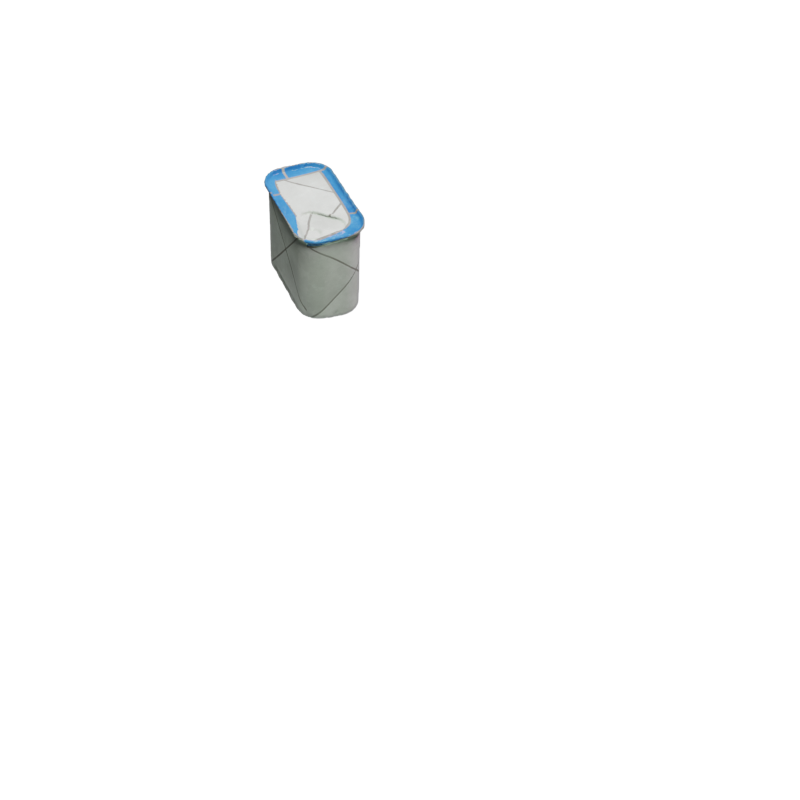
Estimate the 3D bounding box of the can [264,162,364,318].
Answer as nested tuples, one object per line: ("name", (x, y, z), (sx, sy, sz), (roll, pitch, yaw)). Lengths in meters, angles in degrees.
("can", (-0.069, -0.126, 0.886), (0.057, 0.078, 0.110), (-14, 45, -18))
